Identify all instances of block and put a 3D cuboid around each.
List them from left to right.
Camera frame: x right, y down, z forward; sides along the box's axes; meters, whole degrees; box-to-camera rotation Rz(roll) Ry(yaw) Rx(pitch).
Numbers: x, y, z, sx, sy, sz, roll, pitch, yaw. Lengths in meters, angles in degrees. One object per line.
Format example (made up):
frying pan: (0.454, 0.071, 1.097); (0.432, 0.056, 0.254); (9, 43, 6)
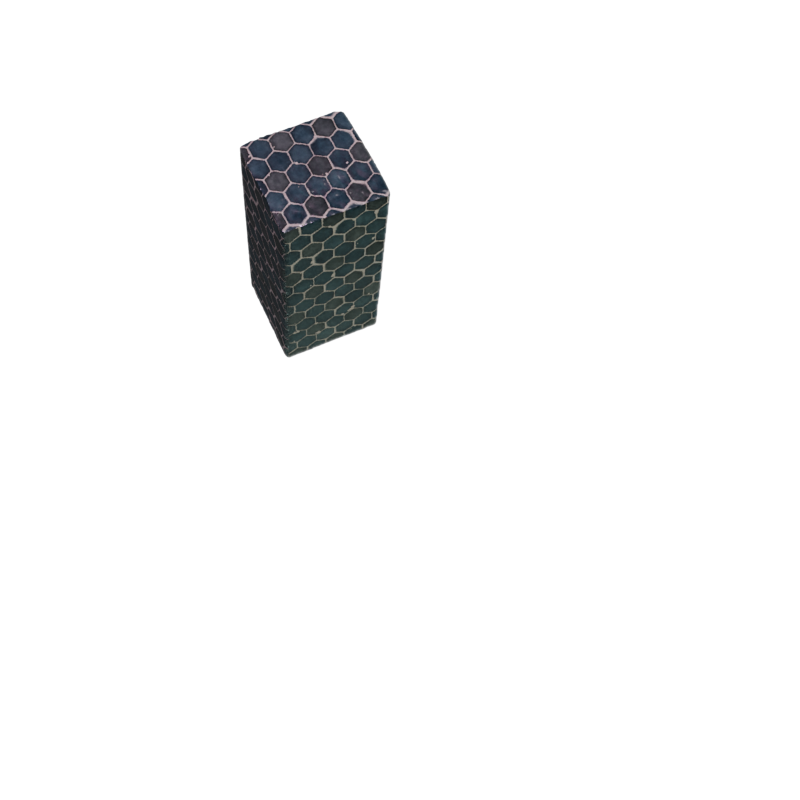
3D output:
block: (-0.072, -0.132, 0.921); (0.090, 0.096, 0.194); (-22, -23, -14)
